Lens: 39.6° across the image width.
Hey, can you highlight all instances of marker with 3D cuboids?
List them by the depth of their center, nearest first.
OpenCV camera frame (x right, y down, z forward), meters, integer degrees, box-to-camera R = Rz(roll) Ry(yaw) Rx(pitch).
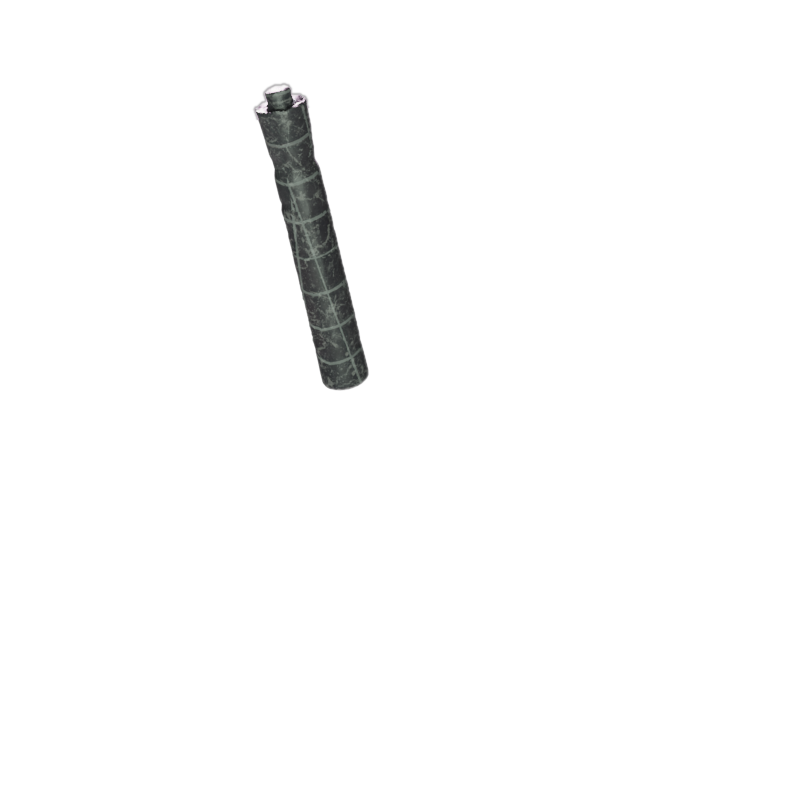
[{"bbox_3d":[-0.032,-0.059,0.413,0.020,0.114,0.021,-11,25,4],"label":"marker"}]
